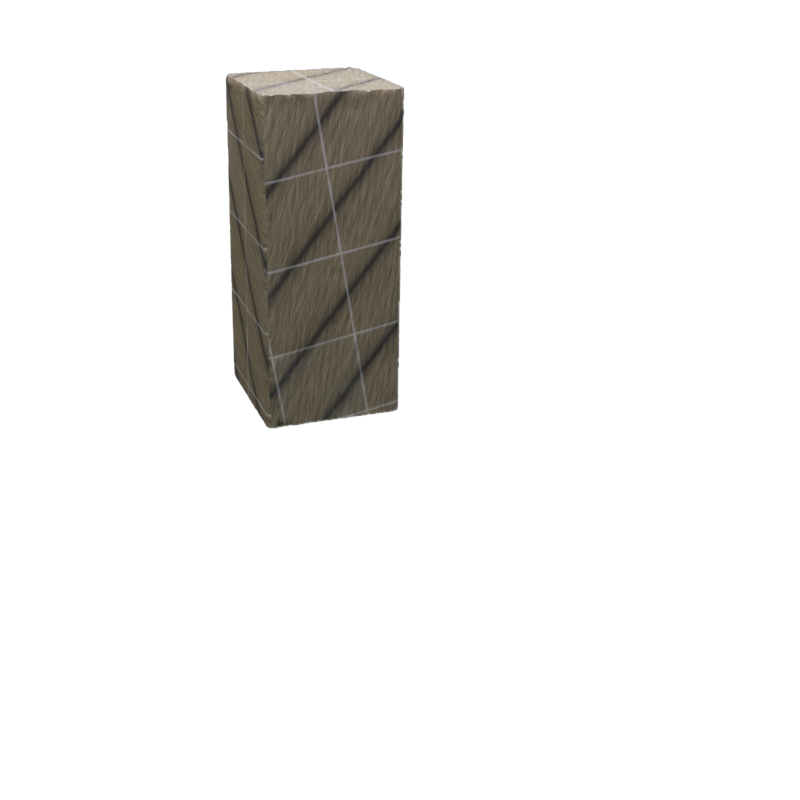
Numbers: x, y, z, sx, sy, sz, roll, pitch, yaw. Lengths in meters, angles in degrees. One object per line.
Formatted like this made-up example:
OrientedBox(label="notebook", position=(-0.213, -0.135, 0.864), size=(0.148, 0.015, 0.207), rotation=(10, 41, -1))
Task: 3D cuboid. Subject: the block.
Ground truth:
OrientedBox(label="block", position=(-0.056, -0.100, 0.701), size=(0.088, 0.198, 0.096), rotation=(-6, 21, -19))
